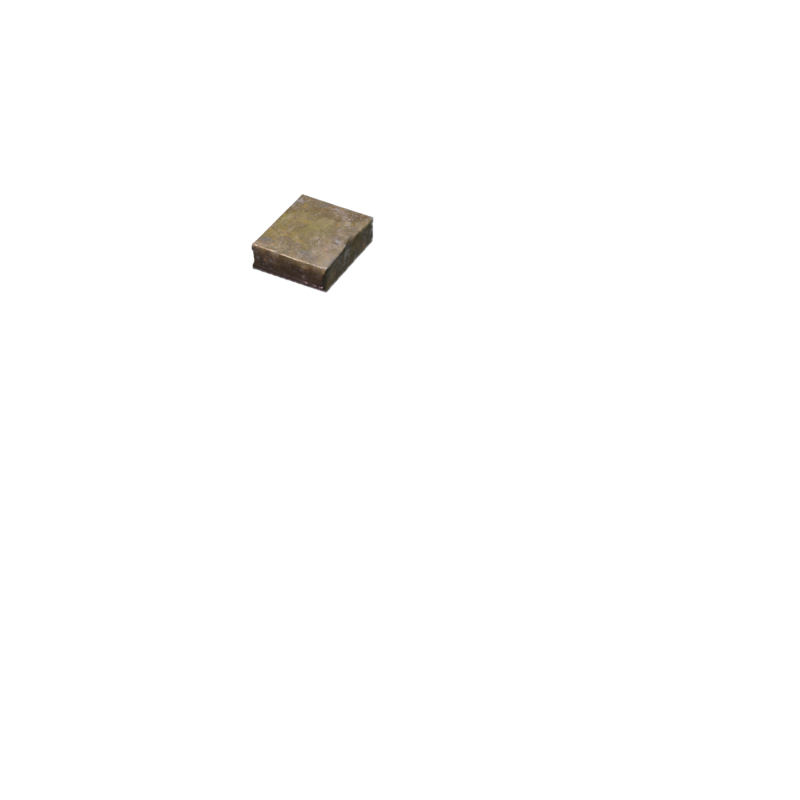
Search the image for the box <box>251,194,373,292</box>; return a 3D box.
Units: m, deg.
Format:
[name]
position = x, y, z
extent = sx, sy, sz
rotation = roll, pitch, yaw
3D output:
[box]
position = -0.075, -0.136, 0.955
extent = 0.076, 0.028, 0.092
rotation = 19, 44, 20
